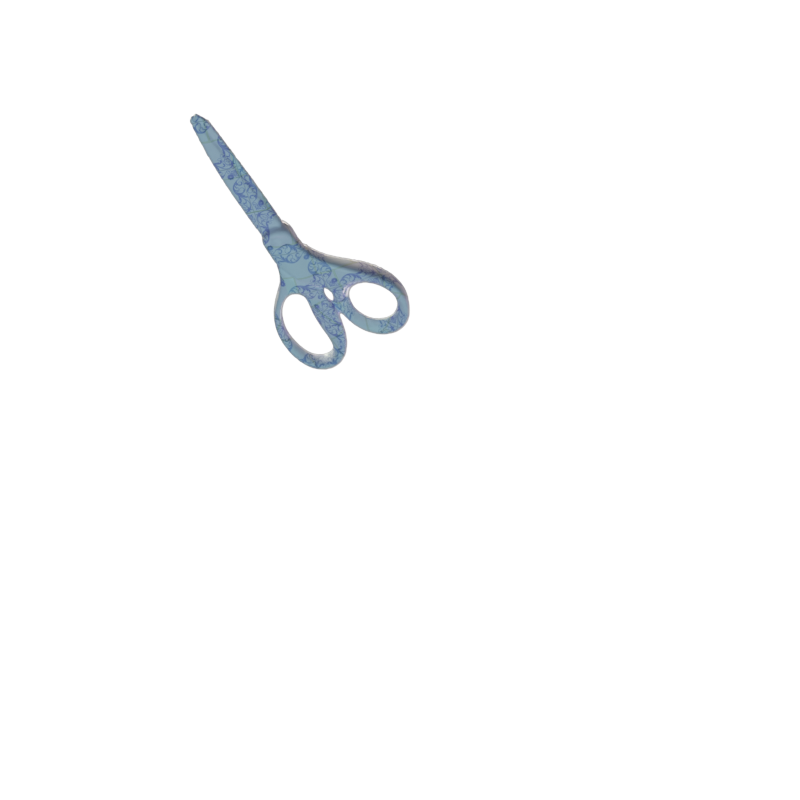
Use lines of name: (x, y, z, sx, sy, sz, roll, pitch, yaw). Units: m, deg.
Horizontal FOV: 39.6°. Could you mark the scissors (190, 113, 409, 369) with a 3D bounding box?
scissors: (-0.052, -0.096, 0.669, 0.097, 0.187, 0.017, -9, 40, 7)
